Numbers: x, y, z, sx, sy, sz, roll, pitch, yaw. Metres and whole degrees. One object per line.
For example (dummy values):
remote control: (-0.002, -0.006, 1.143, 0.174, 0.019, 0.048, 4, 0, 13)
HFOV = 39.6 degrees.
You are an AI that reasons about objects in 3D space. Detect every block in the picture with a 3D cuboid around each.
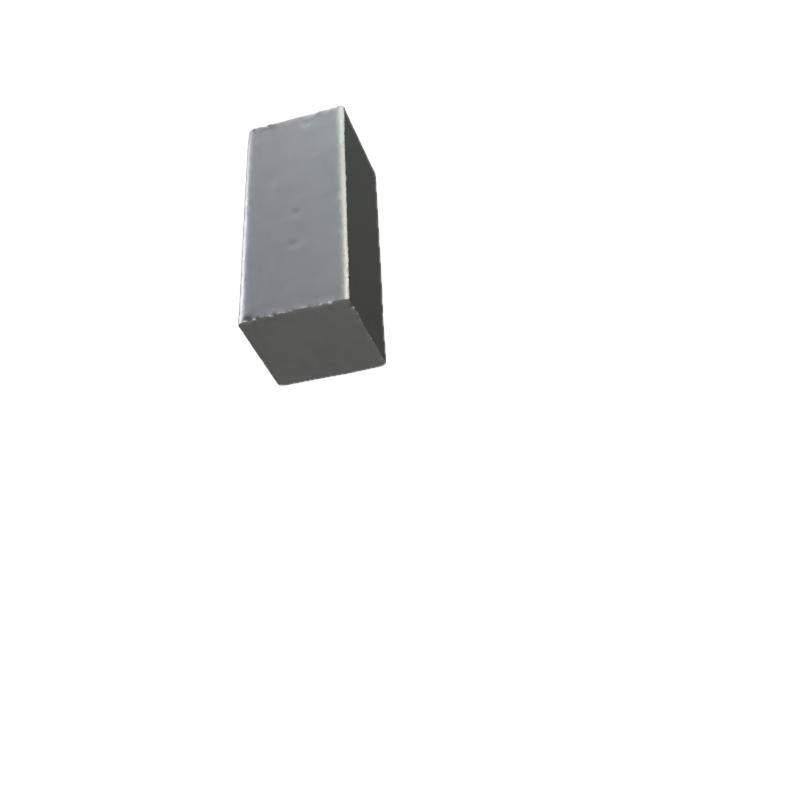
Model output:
block: (-0.071, -0.127, 0.895, 0.091, 0.221, 0.084, -13, -39, 13)
